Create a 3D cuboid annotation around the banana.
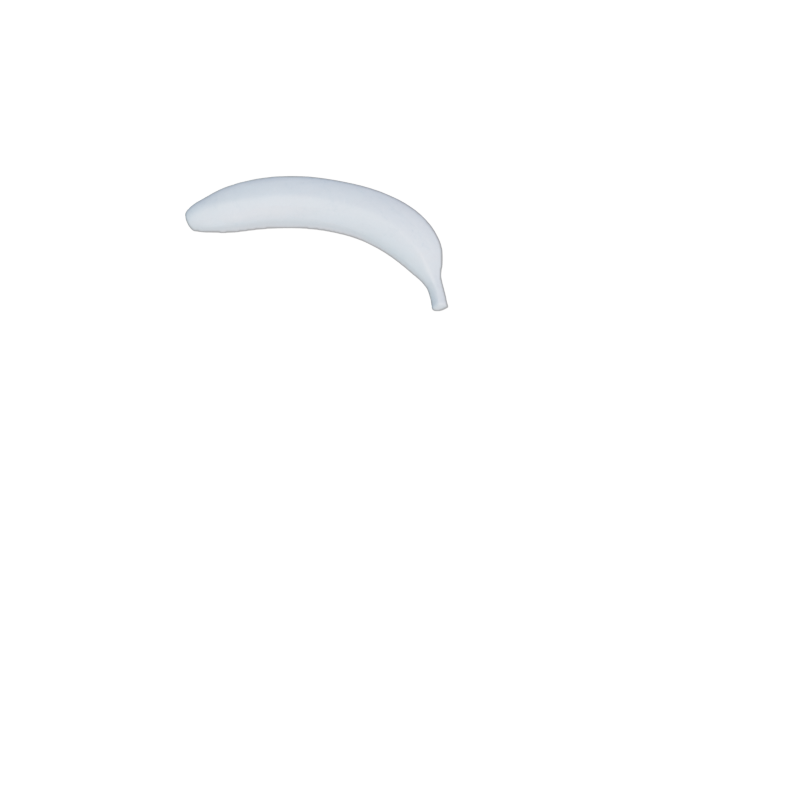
[{"bbox_3d":[-0.052,-0.126,0.787,0.202,0.072,0.034,18,-28,10],"label":"banana"}]
